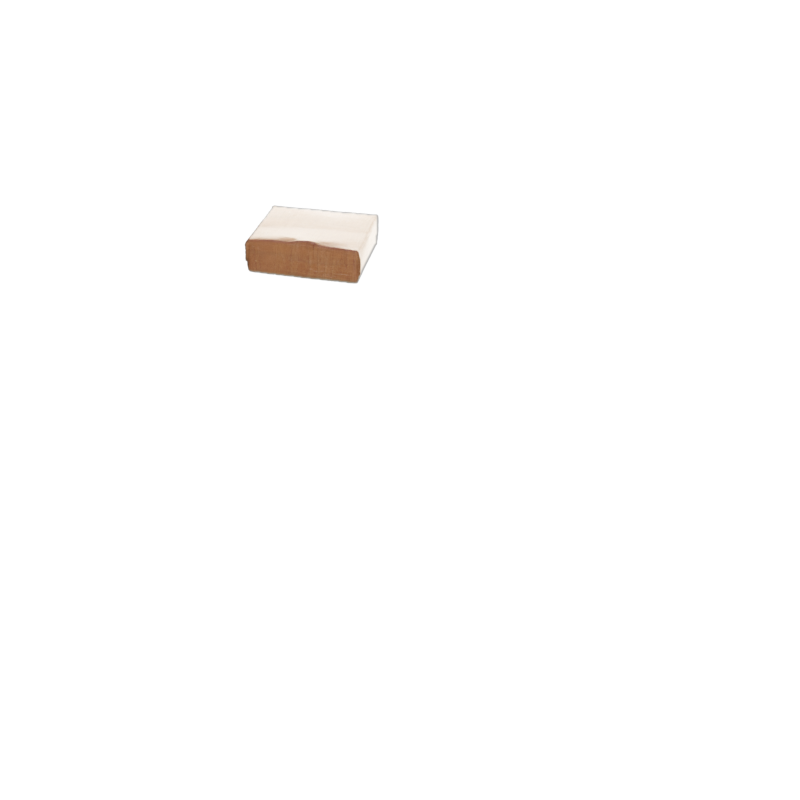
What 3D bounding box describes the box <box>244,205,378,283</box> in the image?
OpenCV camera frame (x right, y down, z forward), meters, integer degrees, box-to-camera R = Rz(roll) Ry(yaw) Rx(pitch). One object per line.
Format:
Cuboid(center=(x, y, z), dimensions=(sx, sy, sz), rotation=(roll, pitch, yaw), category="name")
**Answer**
Cuboid(center=(-0.067, -0.123, 0.858), dimensions=(0.091, 0.028, 0.076), rotation=(7, 31, 11), category="box")
